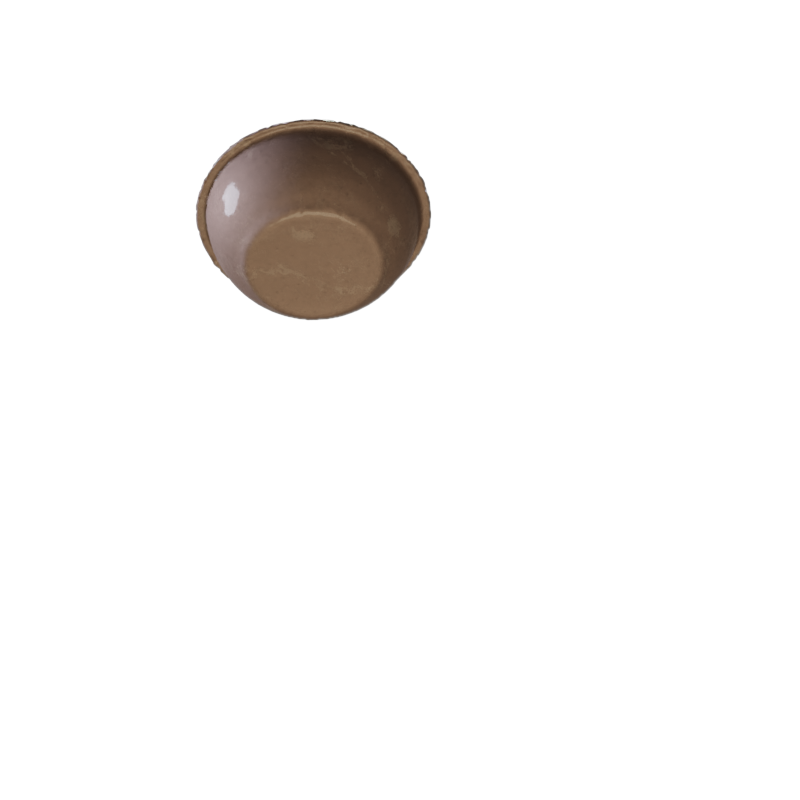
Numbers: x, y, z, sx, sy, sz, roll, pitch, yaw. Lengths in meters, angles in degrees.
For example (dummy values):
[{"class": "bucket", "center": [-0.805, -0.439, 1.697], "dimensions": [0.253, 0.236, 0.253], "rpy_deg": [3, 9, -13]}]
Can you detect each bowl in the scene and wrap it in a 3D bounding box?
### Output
[{"class": "bowl", "center": [-0.058, -0.106, 0.745], "dimensions": [0.162, 0.151, 0.059], "rpy_deg": [1, 42, -1]}]
